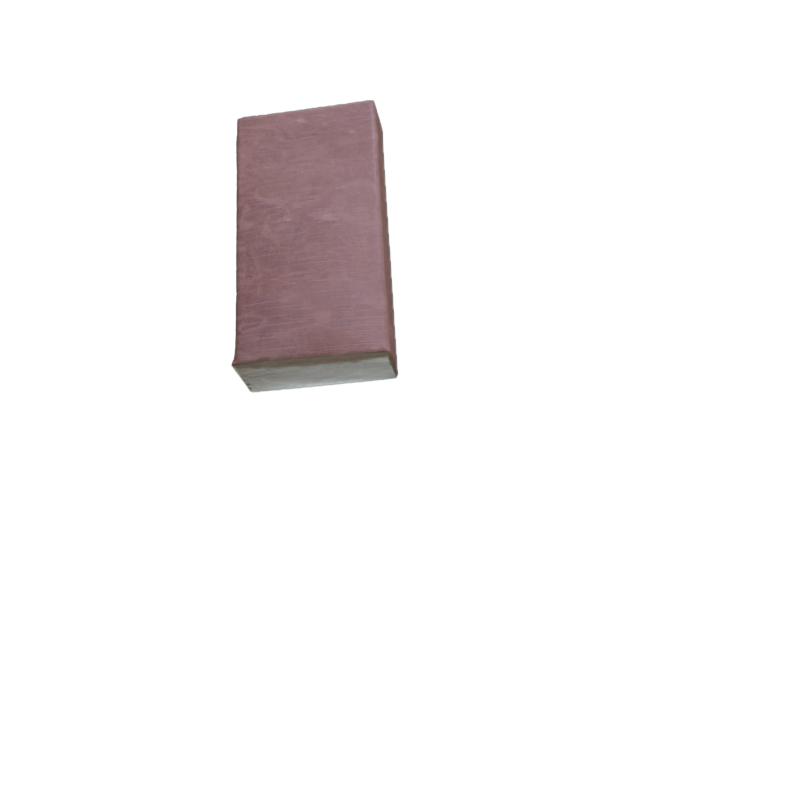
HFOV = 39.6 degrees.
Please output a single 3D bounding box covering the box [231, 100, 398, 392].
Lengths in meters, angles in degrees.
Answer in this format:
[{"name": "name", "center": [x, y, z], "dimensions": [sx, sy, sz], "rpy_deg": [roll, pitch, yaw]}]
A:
[{"name": "box", "center": [-0.053, -0.097, 0.681], "dimensions": [0.094, 0.188, 0.045], "rpy_deg": [-6, -30, 8]}]
